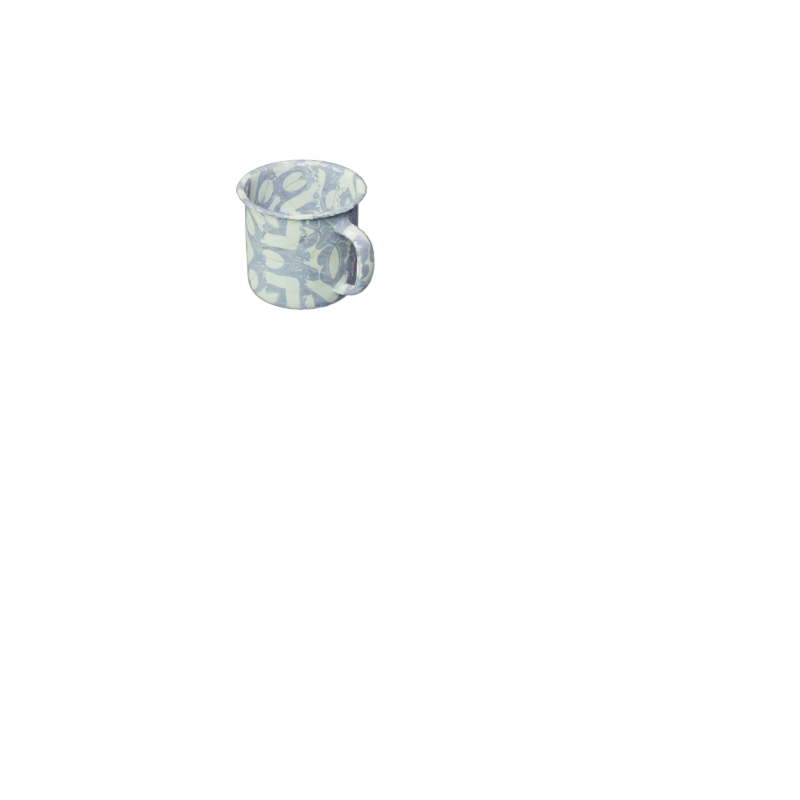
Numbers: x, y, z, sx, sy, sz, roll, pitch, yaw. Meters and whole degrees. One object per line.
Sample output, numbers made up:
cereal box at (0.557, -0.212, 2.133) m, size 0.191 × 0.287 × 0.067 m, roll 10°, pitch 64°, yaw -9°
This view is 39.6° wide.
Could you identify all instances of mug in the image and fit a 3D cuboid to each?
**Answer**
mug at (-0.063, -0.114, 0.801) m, size 0.125 × 0.077 × 0.093 m, roll 28°, pitch 42°, yaw 35°
